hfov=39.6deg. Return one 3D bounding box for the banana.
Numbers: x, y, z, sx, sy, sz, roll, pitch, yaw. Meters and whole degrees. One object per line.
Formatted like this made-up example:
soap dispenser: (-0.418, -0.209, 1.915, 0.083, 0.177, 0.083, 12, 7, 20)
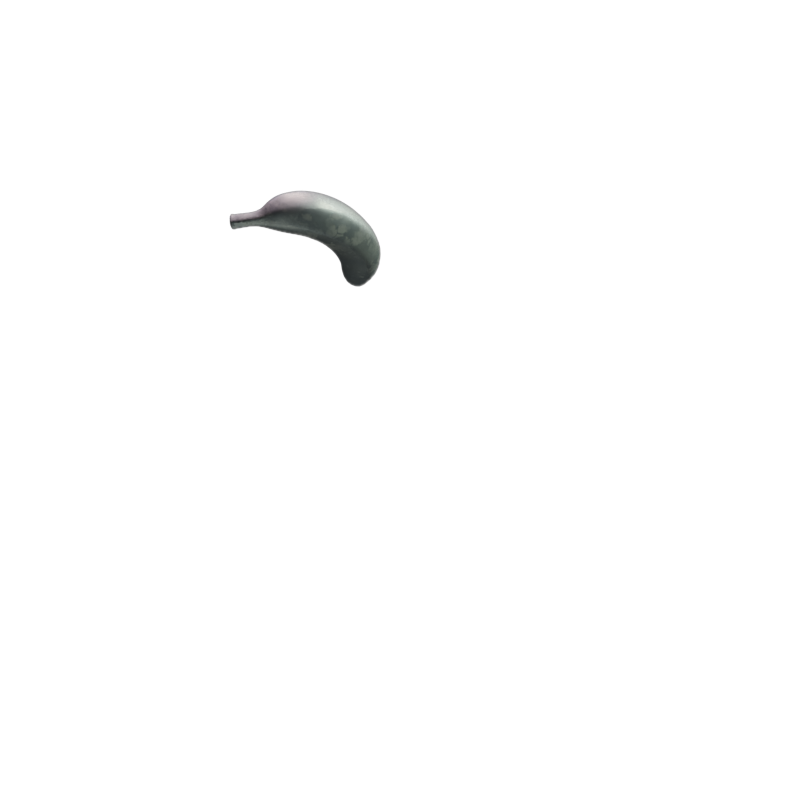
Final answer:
banana: (-0.058, -0.135, 0.916, 0.071, 0.038, 0.186, -9, -16, 29)
